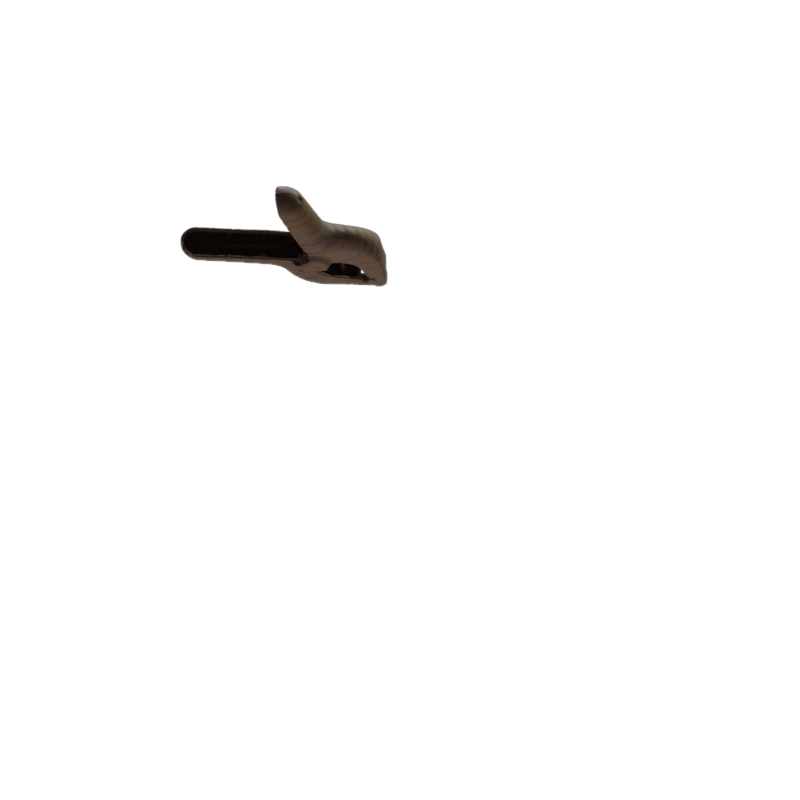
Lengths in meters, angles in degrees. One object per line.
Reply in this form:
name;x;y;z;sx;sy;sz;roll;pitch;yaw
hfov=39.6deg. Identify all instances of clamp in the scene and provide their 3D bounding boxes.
clamp;-0.066;-0.120;0.838;0.164;0.040;0.122;6;-10;-36
